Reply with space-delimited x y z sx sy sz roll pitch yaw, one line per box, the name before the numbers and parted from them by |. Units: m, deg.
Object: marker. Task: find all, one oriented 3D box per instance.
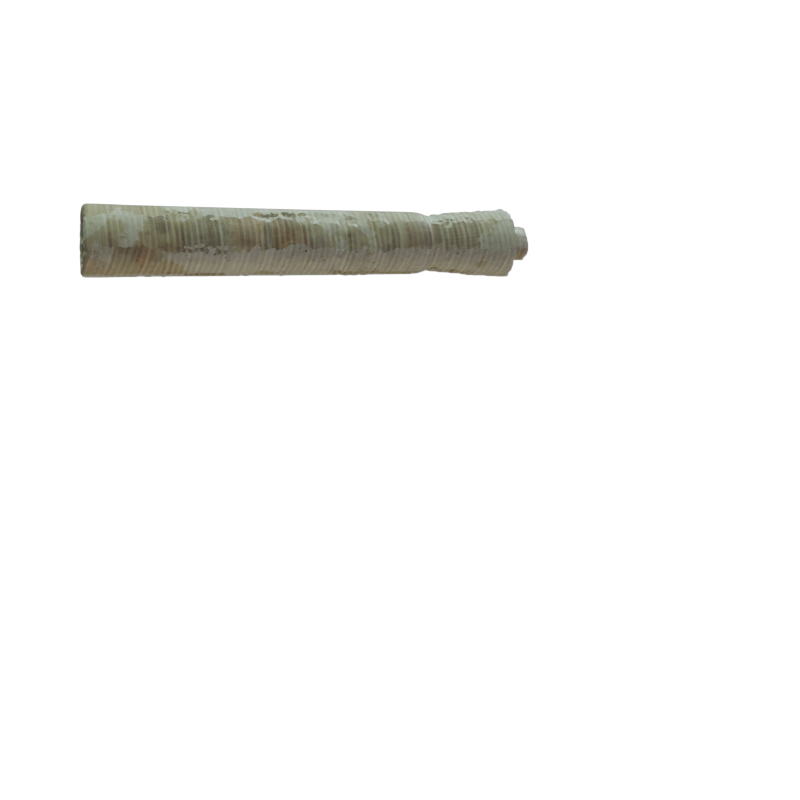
marker | -0.023 -0.042 0.294 0.119 0.020 0.020 -2 4 -15
